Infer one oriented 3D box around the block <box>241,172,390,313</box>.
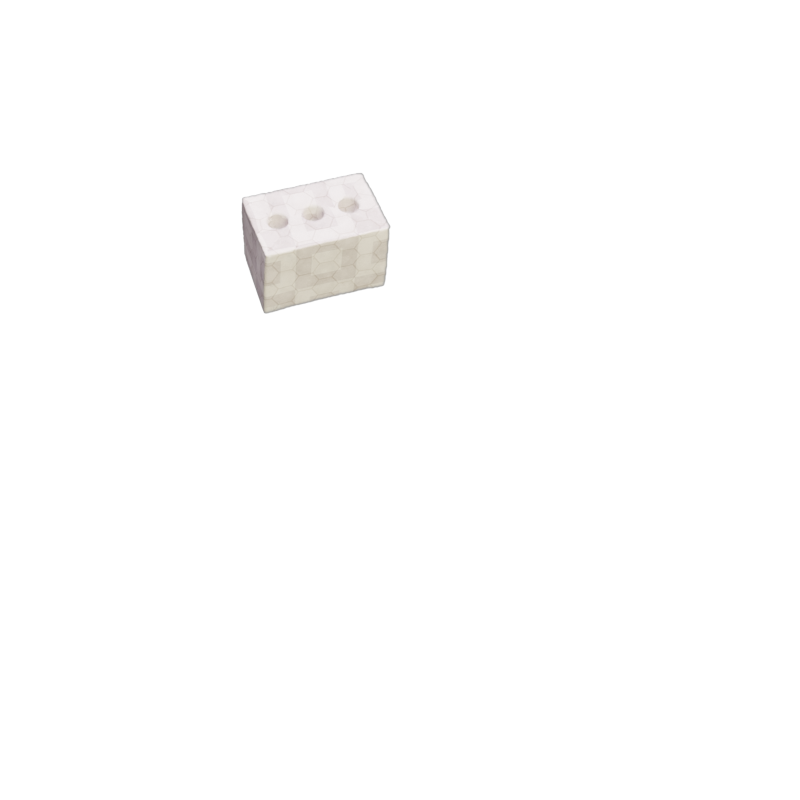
[{"bbox_3d":[-0.052,-0.095,0.665,0.077,0.057,0.048,-15,-38,-13],"label":"block"}]
